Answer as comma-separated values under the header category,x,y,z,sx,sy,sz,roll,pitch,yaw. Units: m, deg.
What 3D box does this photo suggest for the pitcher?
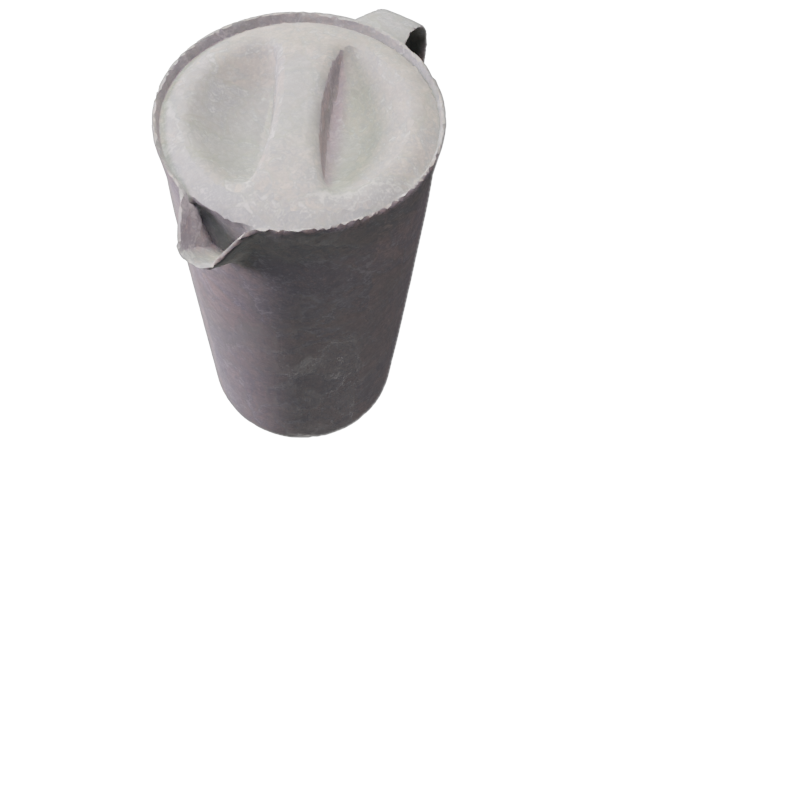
category,x,y,z,sx,sy,sz,roll,pitch,yaw
pitcher,-0.047,-0.086,0.599,0.148,0.155,0.228,-11,-29,-9
